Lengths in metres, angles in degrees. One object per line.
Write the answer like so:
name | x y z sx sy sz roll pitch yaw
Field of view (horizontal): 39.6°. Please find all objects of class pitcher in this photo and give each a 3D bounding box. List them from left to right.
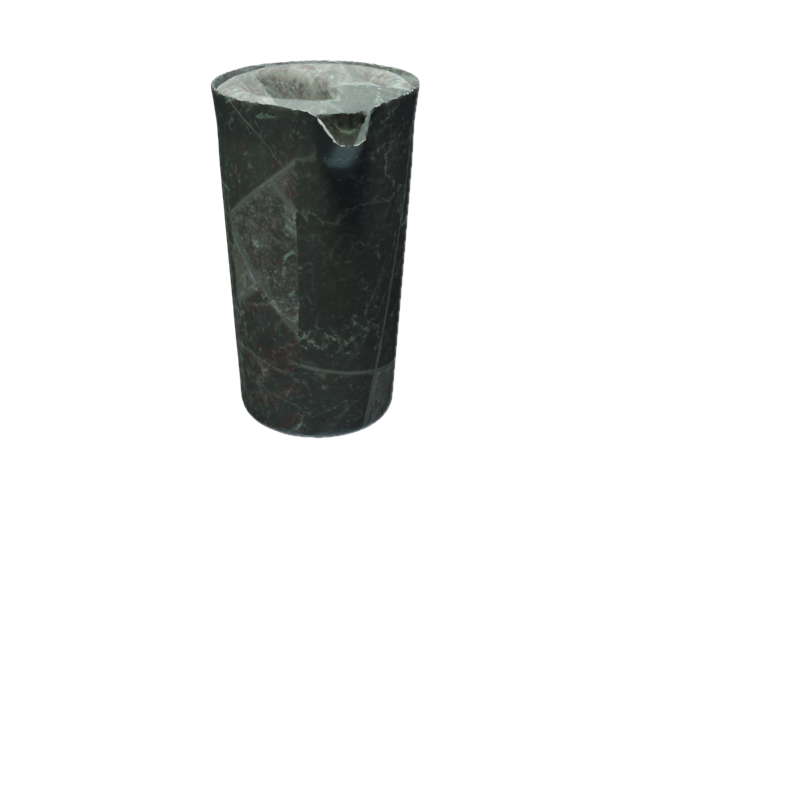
pitcher | -0.059 -0.108 0.758 0.151 0.231 0.151 13 27 24
